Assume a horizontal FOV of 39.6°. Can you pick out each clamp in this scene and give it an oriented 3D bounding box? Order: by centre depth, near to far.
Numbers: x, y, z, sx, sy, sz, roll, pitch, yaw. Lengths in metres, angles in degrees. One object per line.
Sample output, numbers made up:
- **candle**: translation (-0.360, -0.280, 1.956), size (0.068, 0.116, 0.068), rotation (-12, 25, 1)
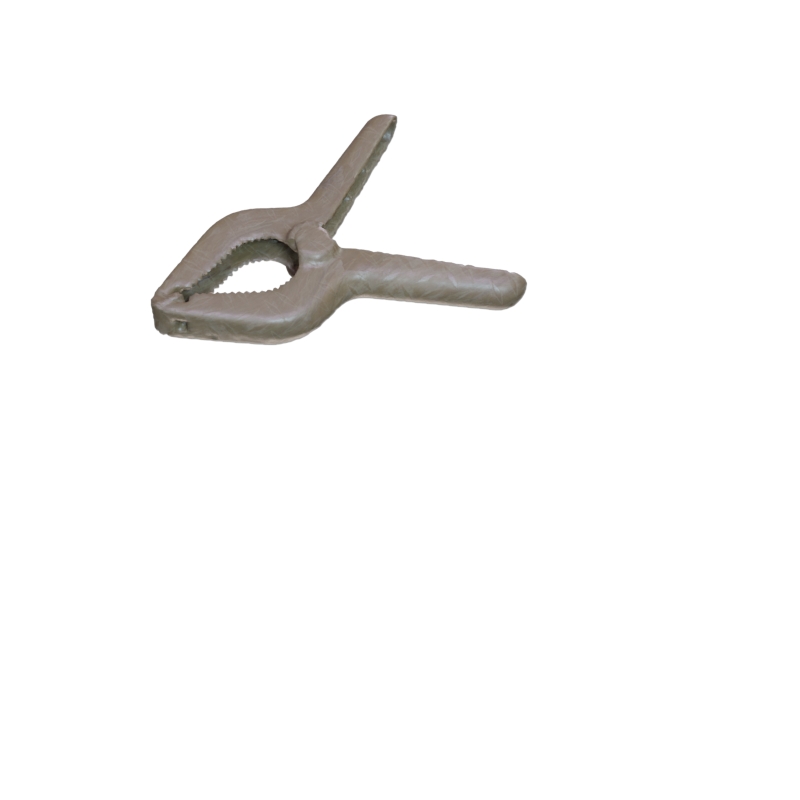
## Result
- **clamp**: translation (-0.052, -0.095, 0.668), size (0.208, 0.178, 0.034), rotation (-17, -35, -13)
